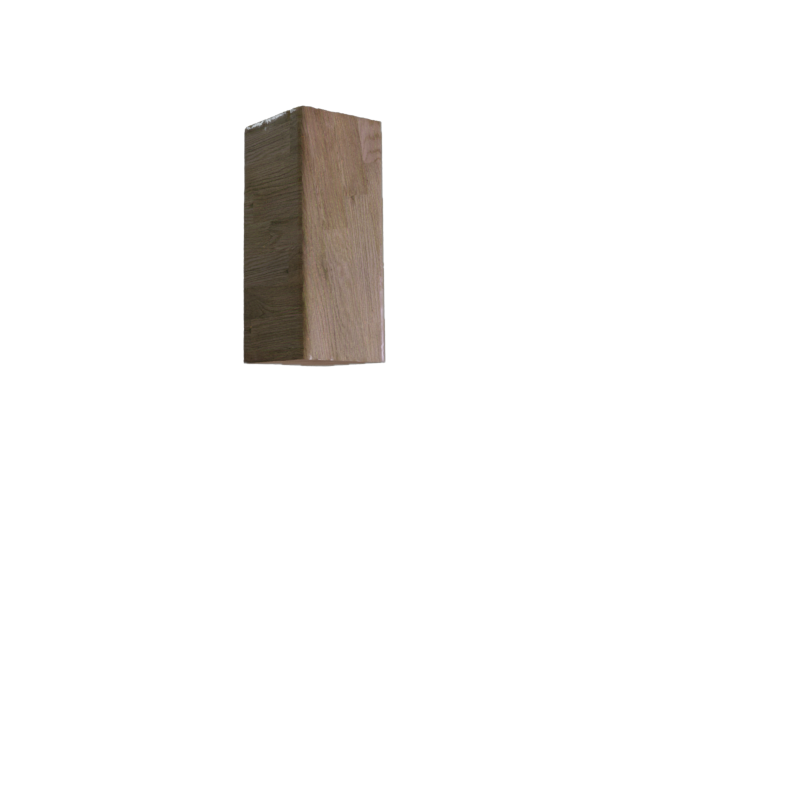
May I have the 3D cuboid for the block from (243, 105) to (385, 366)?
[{"bbox_3d":[-0.075,-0.135,0.944,0.086,0.211,0.093,6,-10,-38],"label":"block"}]
